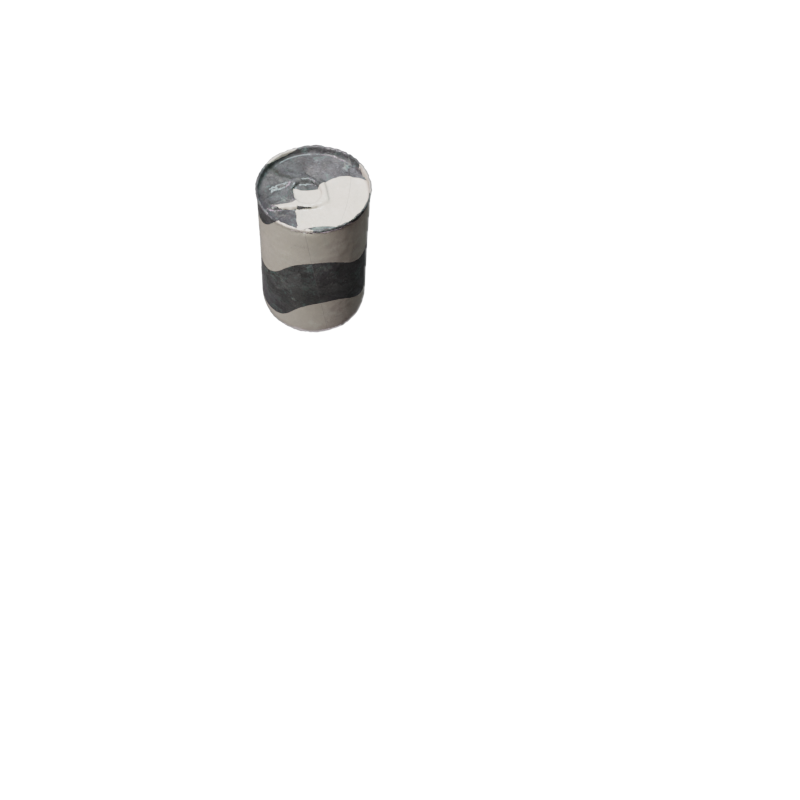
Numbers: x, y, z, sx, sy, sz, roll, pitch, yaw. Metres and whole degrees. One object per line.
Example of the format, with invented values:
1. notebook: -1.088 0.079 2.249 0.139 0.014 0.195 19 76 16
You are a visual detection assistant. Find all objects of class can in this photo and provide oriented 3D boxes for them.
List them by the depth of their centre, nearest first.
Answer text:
1. can: -0.053 -0.097 0.682 0.068 0.073 0.095 0 -35 -3
